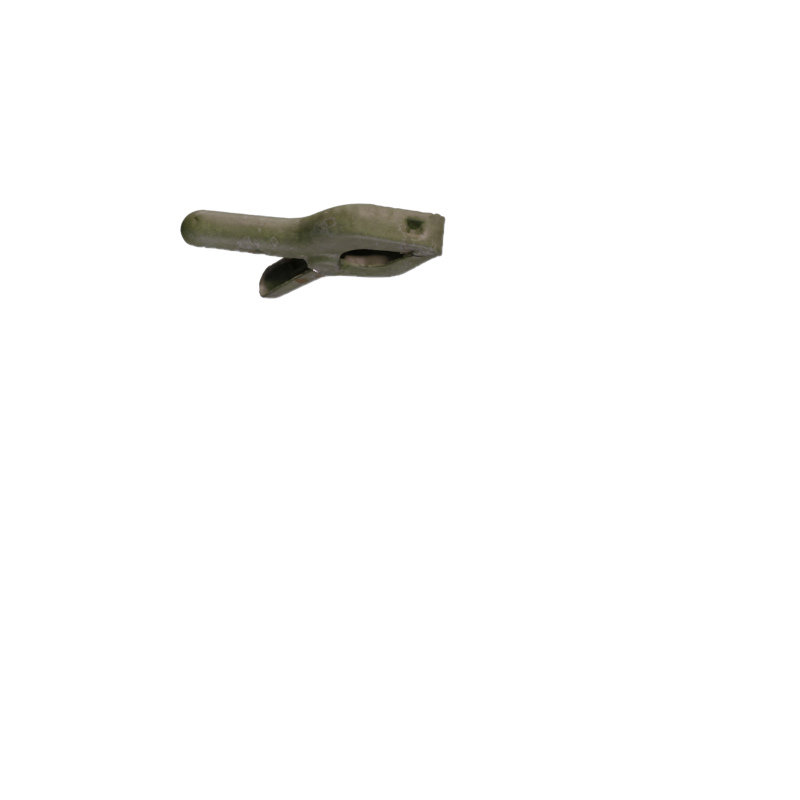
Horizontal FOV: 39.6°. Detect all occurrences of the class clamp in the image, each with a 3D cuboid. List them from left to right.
[{"bbox_3d":[-0.058,-0.105,0.739,0.175,0.041,0.113,-8,-15,32],"label":"clamp"}]
